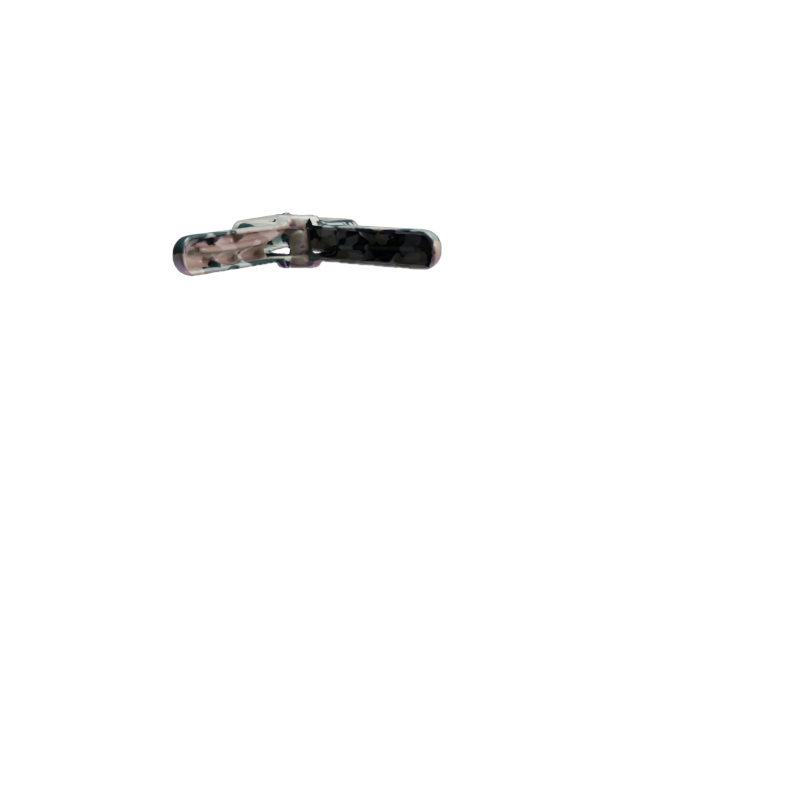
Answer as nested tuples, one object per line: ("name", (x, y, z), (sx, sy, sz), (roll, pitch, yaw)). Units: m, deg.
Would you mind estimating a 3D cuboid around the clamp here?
("clamp", (-0.060, -0.109, 0.763), (0.165, 0.036, 0.214), (0, 12, 0))
